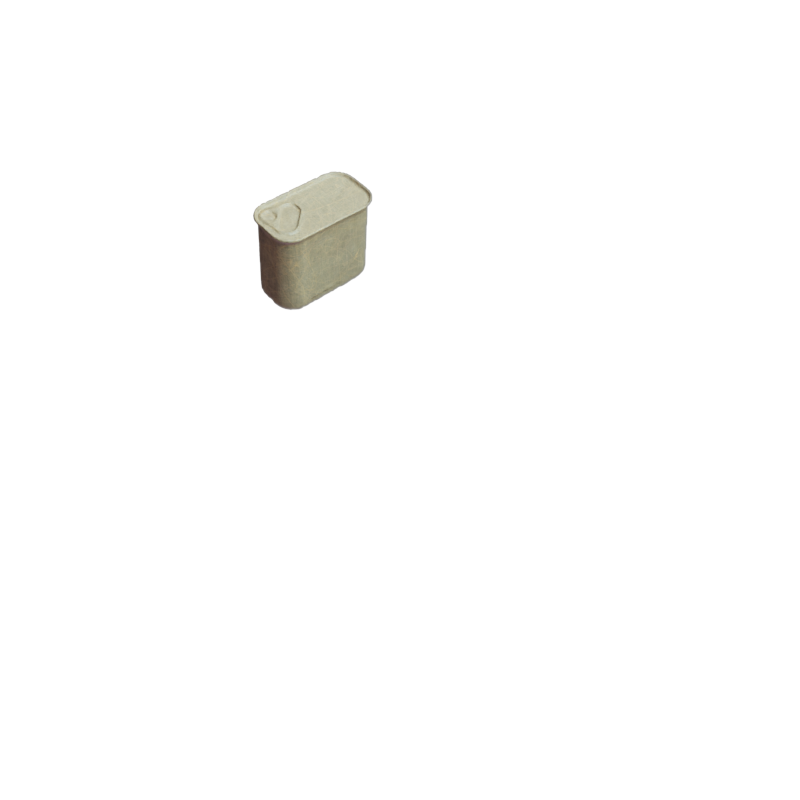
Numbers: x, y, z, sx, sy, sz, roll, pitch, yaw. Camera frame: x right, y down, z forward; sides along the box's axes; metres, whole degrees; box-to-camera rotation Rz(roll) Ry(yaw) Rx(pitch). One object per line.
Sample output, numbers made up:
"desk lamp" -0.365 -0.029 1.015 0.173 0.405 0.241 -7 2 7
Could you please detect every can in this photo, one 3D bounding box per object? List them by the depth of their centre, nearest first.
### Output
"can" -0.075 -0.137 0.962 0.102 0.078 0.062 -31 54 -28
